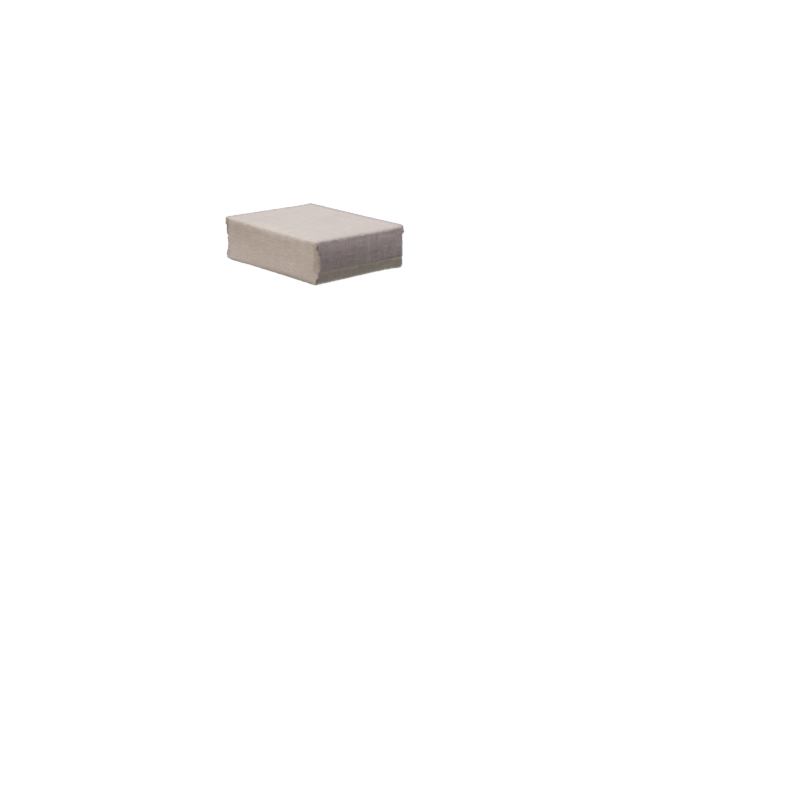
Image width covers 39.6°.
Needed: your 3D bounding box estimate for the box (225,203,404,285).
[{"bbox_3d":[-0.067,-0.123,0.858,0.088,0.038,0.120,-15,23,-40],"label":"box"}]
